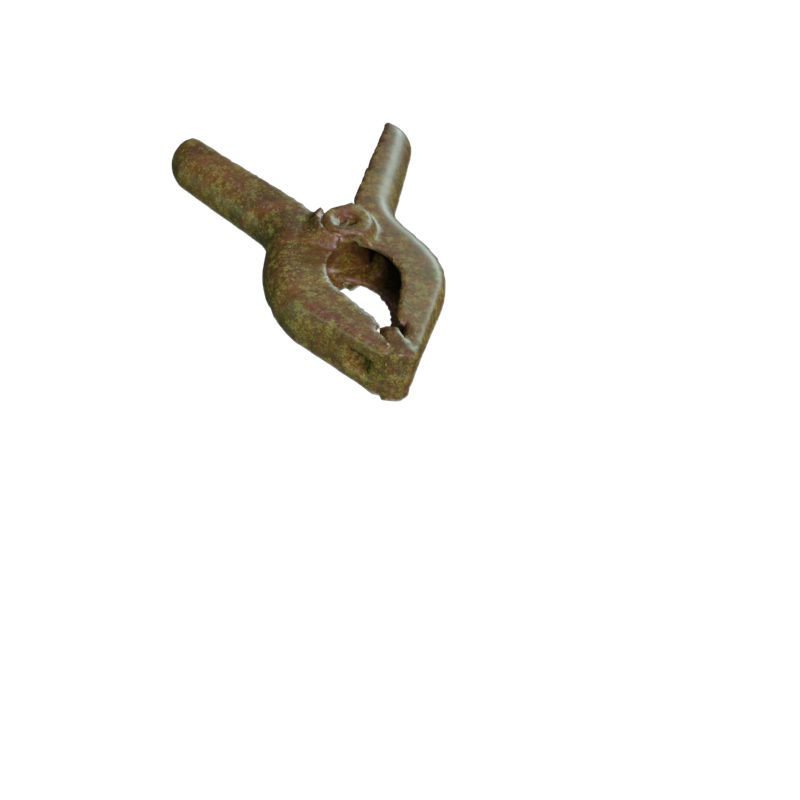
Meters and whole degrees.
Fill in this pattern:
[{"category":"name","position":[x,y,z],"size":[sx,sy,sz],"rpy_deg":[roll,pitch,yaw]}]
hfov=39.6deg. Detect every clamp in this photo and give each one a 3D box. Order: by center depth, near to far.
[{"category":"clamp","position":[-0.039,-0.071,0.498],"size":[0.119,0.037,0.185],"rpy_deg":[-7,43,-8]}]
